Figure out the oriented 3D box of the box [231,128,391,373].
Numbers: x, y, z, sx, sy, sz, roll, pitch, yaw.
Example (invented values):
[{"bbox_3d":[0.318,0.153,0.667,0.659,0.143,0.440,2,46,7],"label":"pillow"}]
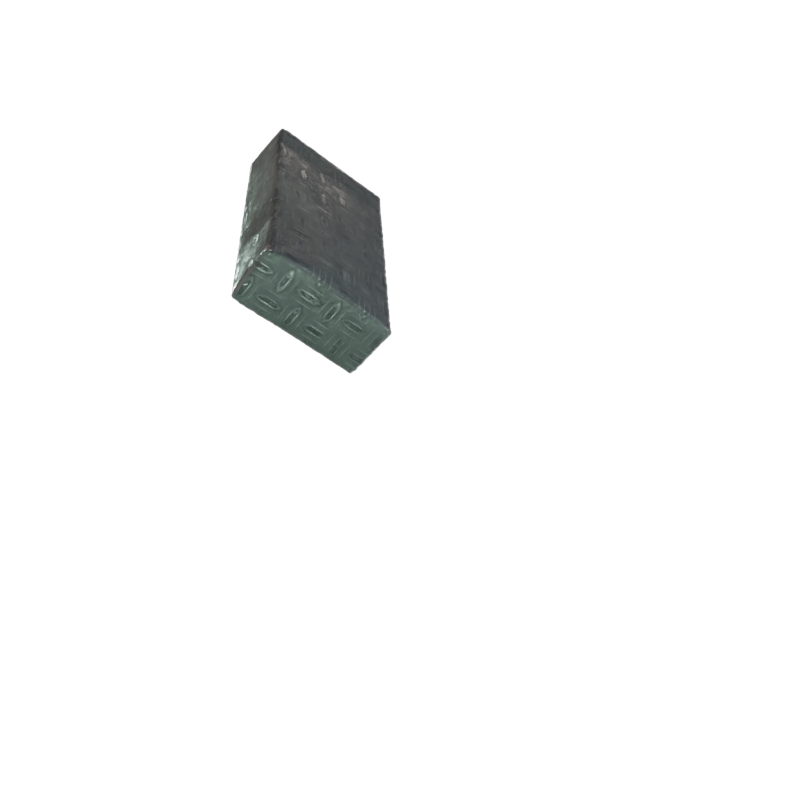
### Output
[{"bbox_3d":[-0.057,-0.103,0.722,0.089,0.047,0.188,32,25,-21],"label":"box"}]
